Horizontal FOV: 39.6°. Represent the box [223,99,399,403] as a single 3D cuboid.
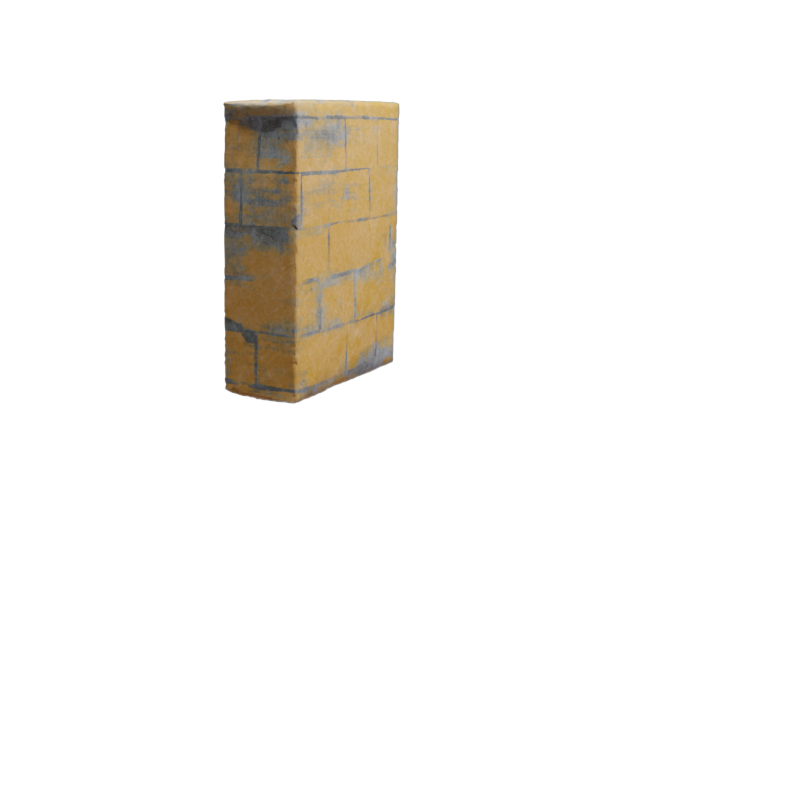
[{"bbox_3d":[-0.066,-0.121,0.845,0.074,0.210,0.161,4,10,26],"label":"box"}]
